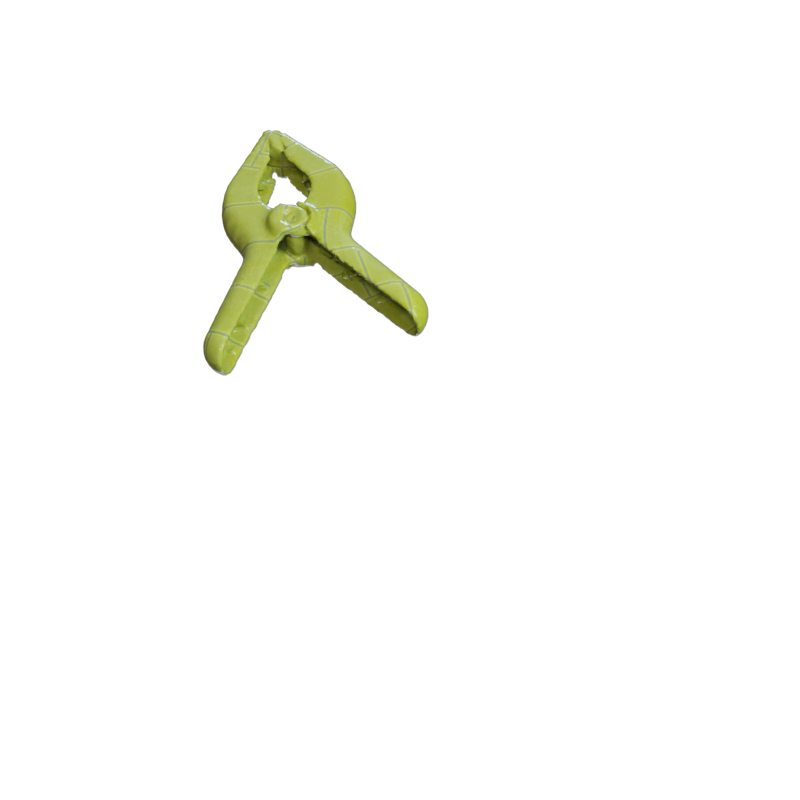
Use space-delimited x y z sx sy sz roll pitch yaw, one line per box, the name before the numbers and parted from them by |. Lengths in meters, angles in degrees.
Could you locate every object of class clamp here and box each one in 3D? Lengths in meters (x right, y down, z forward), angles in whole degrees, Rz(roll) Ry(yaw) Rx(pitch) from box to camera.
clamp | -0.050 -0.091 0.634 0.120 0.184 0.037 -2 -37 -2
